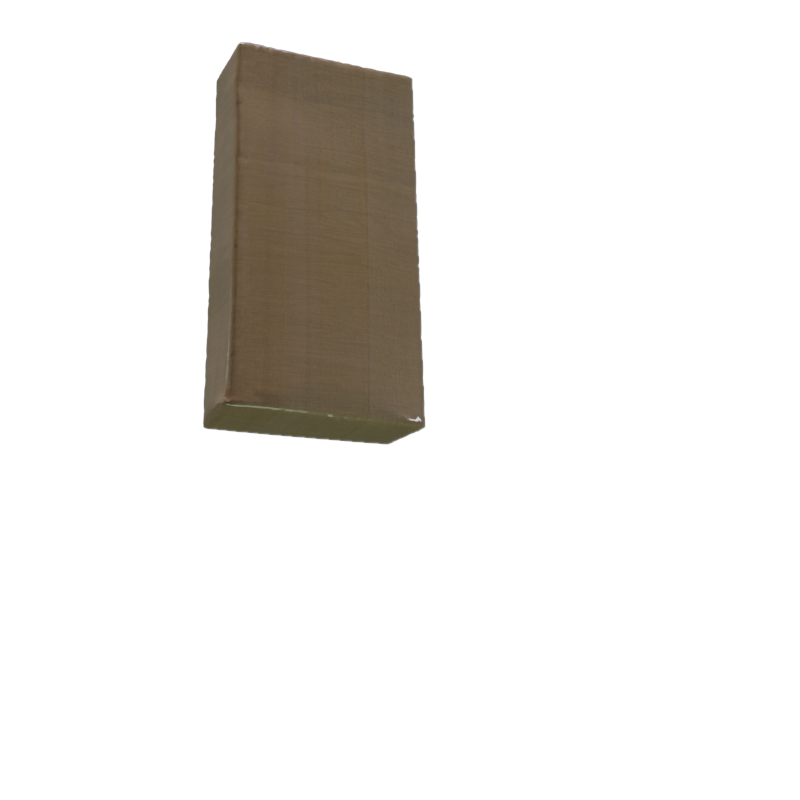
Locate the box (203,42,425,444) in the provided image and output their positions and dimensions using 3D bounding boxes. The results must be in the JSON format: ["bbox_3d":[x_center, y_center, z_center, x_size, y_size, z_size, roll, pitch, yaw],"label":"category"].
[{"bbox_3d":[-0.040,-0.073,0.515,0.090,0.186,0.047,7,-25,-21],"label":"box"}]
